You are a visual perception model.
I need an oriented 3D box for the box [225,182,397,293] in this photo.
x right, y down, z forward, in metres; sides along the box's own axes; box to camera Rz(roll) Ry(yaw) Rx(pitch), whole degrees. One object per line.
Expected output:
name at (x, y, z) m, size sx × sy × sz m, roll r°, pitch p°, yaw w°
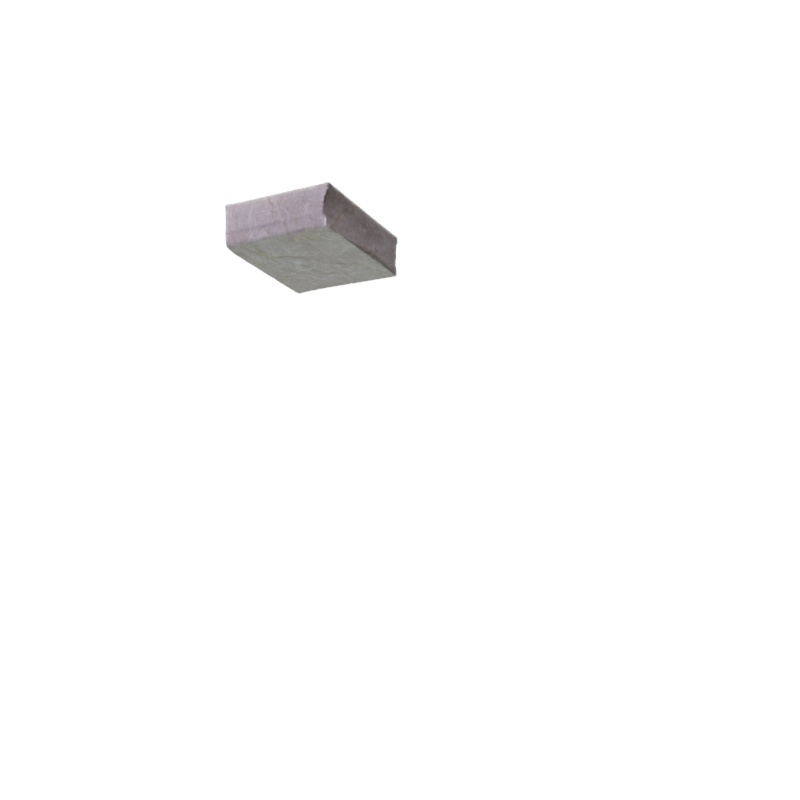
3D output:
box at (-0.066, -0.119, 0.835) m, size 0.092 × 0.041 × 0.106 m, roll -8°, pitch -17°, yaw 27°
